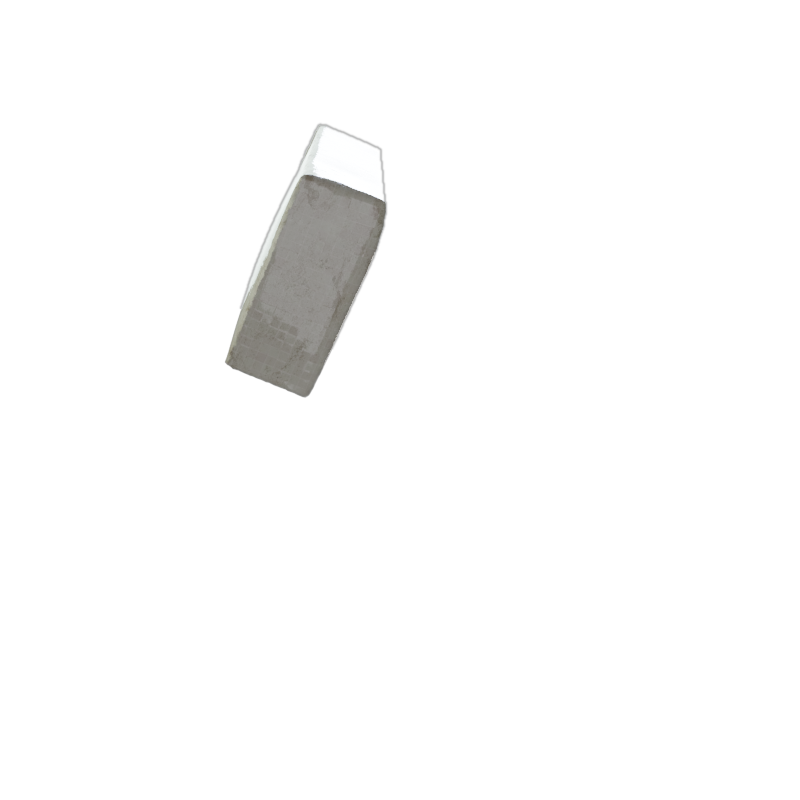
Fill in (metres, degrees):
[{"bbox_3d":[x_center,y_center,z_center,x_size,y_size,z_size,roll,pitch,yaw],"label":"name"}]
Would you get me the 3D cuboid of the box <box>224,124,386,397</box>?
[{"bbox_3d":[-0.043,-0.078,0.548,0.047,0.091,0.184,22,16,-11],"label":"box"}]
